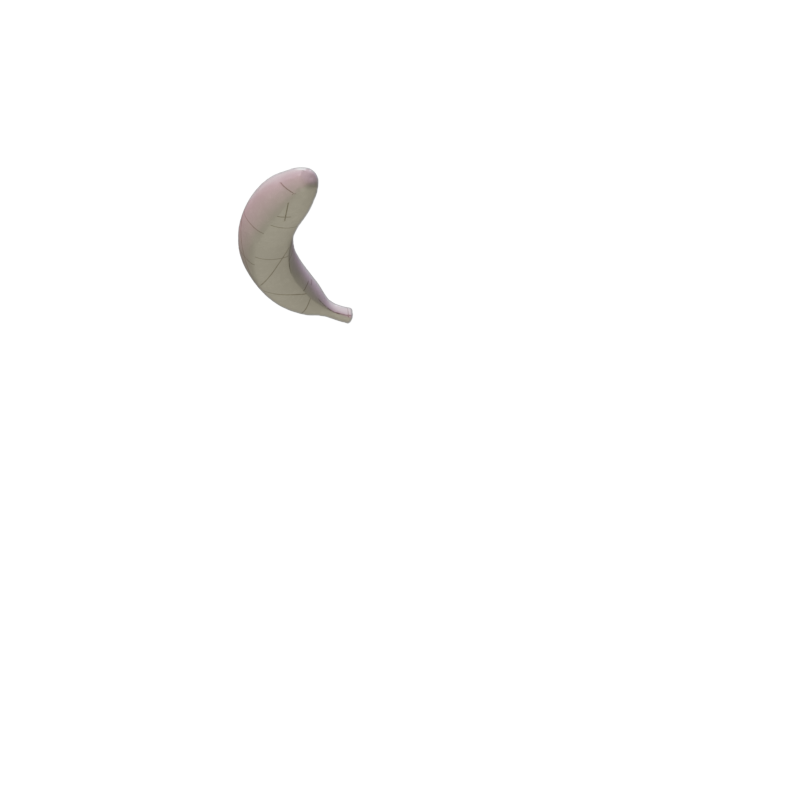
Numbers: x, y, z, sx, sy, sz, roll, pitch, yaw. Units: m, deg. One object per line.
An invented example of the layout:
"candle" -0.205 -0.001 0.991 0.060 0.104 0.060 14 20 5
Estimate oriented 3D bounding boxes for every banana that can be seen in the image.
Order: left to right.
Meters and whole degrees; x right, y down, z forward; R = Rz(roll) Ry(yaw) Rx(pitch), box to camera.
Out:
"banana" -0.077 -0.105 0.758 0.070 0.039 0.186 -3 -22 5
